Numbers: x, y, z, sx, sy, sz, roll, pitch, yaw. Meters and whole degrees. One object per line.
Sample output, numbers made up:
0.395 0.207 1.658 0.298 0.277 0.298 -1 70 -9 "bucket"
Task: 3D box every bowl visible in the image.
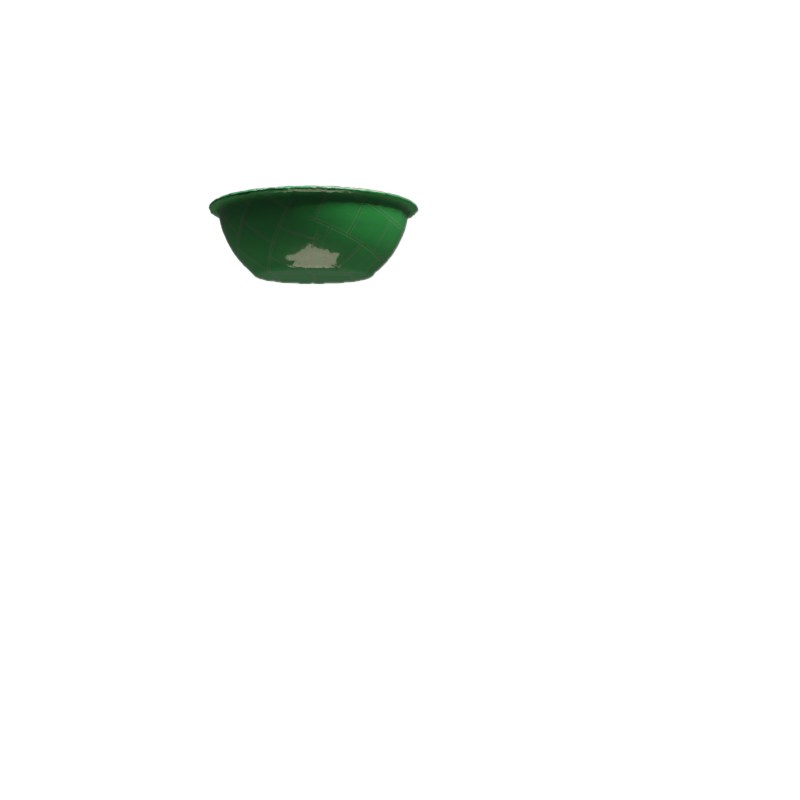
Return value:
-0.067 -0.122 0.855 0.162 0.056 0.160 0 -2 -2 "bowl"
